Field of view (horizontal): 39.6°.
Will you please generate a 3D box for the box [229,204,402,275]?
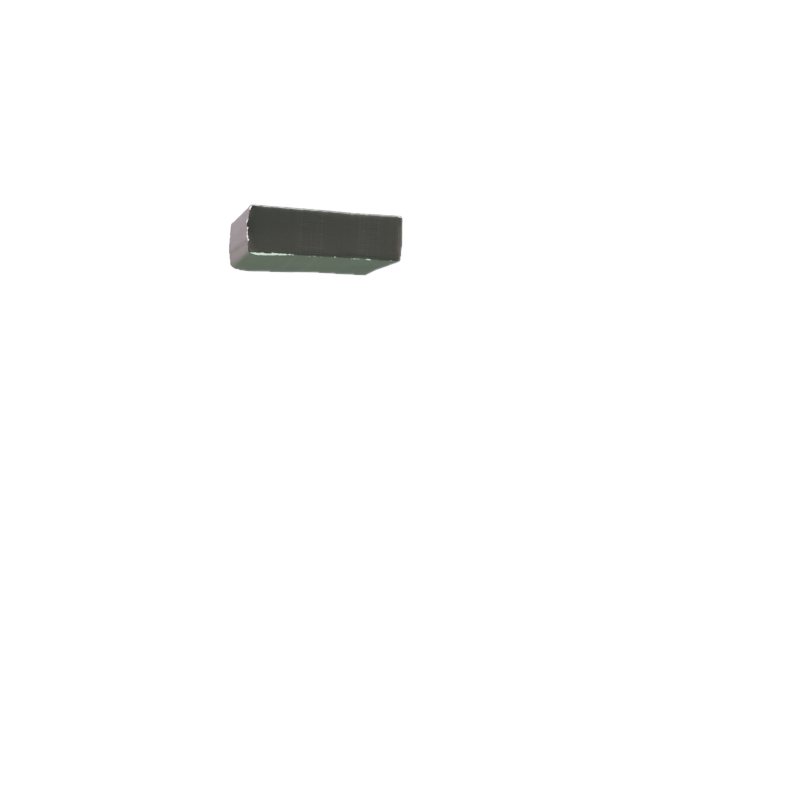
[{"bbox_3d":[-0.064,-0.116,0.814,0.111,0.039,0.090,0,-2,-15],"label":"box"}]
